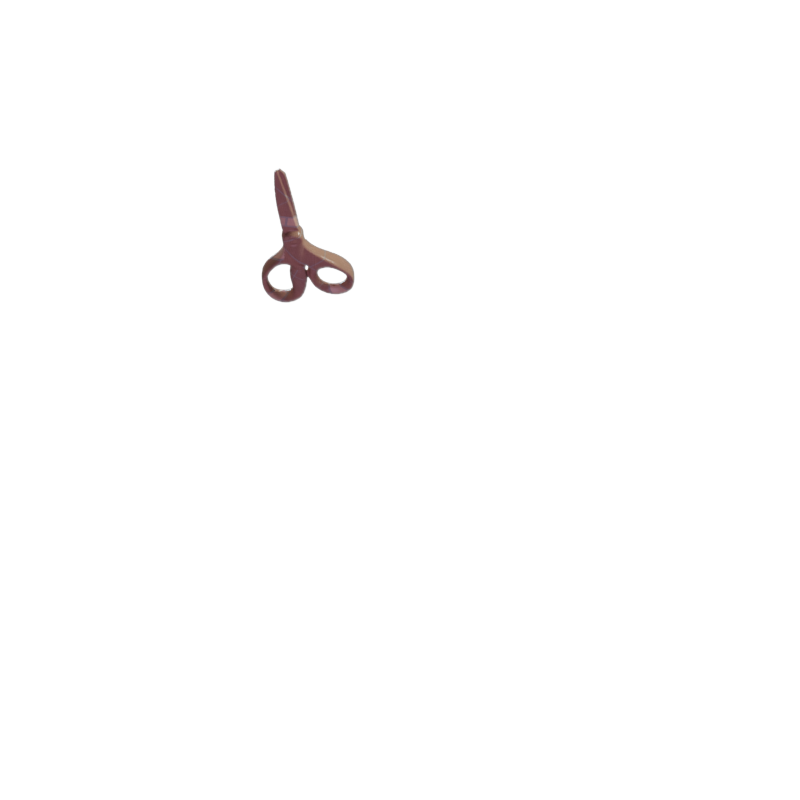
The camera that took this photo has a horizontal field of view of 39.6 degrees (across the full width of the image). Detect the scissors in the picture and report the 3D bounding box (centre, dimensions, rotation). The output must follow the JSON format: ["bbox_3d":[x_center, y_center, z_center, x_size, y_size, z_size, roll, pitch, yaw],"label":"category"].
[{"bbox_3d":[-0.078,-0.142,0.992,0.095,0.017,0.192,6,-28,-11],"label":"scissors"}]
